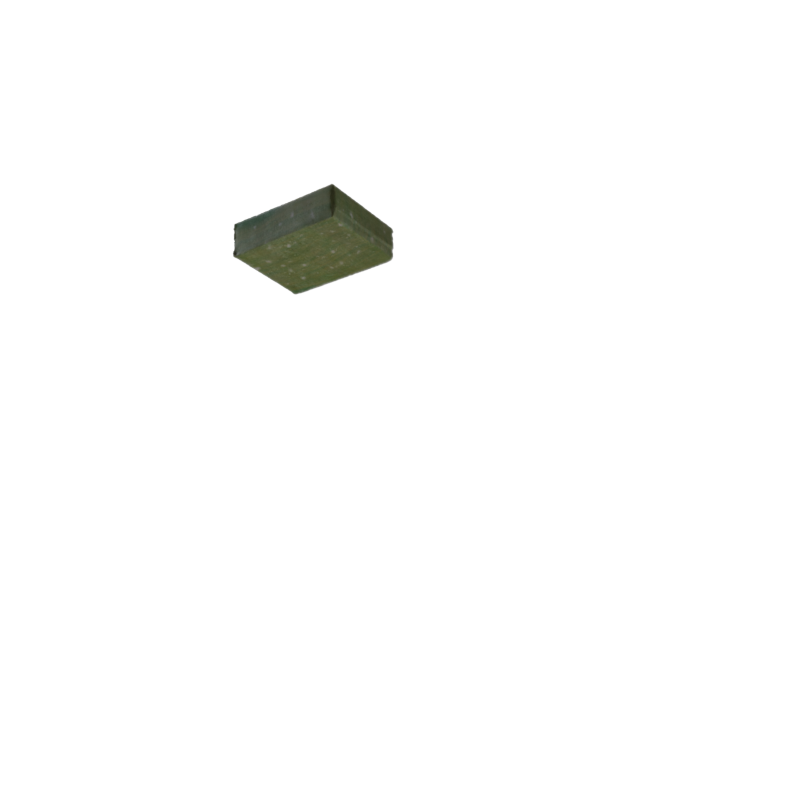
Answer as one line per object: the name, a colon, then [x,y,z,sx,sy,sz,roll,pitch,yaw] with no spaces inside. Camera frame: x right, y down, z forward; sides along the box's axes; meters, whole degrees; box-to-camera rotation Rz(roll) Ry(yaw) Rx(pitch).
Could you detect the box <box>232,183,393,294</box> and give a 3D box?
box: [-0.076,-0.138,0.970,0.115,0.041,0.083,-18,-32,31]
